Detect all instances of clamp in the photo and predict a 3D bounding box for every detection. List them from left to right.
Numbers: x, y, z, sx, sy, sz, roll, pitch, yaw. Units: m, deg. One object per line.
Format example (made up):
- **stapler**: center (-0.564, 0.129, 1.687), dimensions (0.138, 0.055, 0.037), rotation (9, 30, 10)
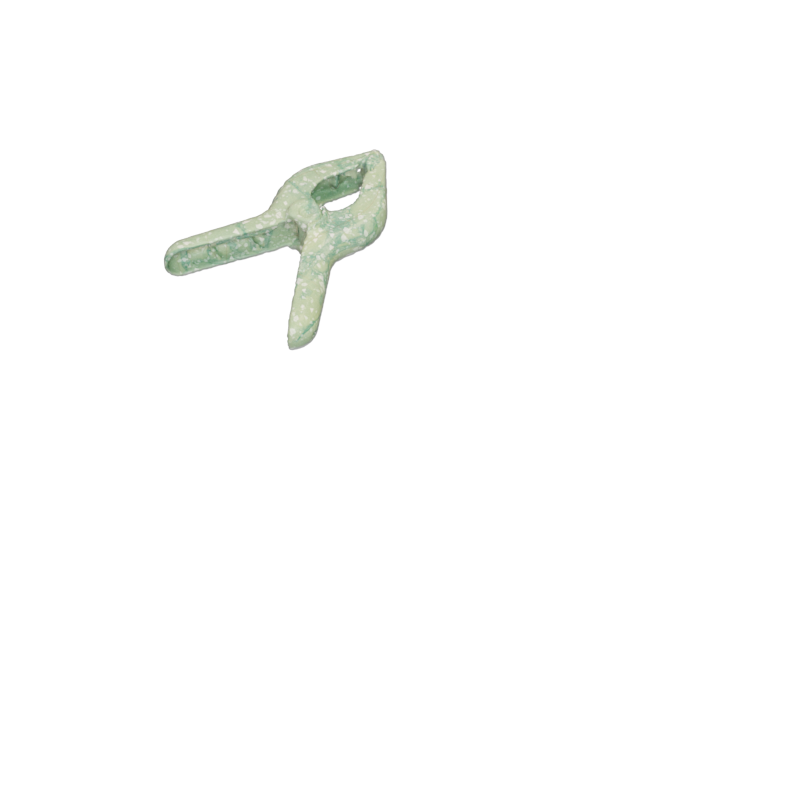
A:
- **clamp**: center (-0.058, -0.106, 0.739), dimensions (0.173, 0.127, 0.037), rotation (-38, -26, -24)
